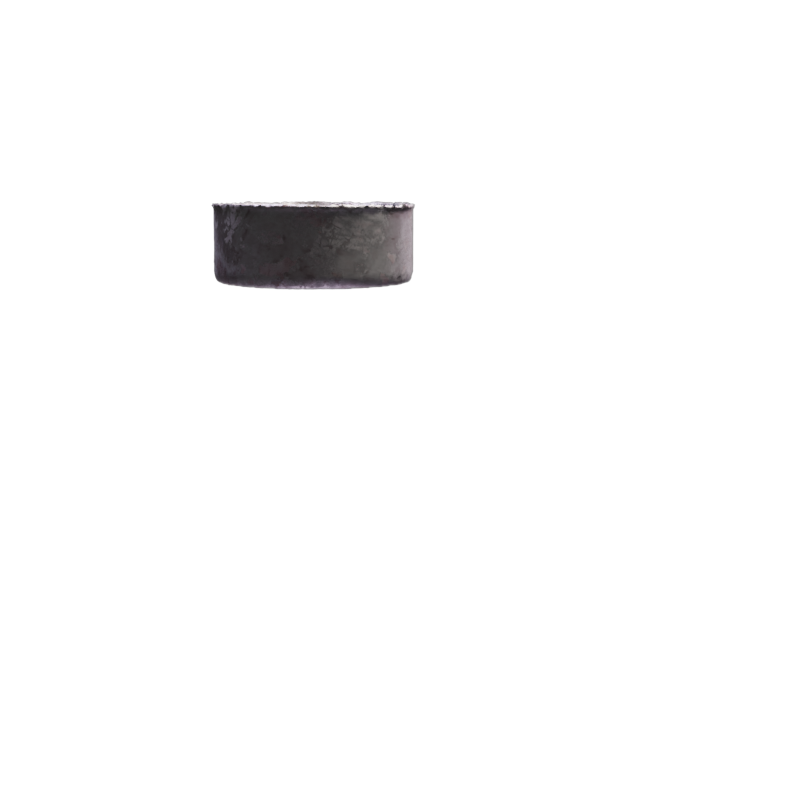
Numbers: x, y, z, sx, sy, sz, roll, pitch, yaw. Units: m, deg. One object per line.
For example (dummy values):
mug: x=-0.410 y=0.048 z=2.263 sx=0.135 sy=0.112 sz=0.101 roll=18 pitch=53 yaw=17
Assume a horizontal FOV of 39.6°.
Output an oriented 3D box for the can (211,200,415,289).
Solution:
can: x=-0.037 y=-0.067 z=0.470 sx=0.086 sy=0.033 sz=0.087 roll=0 pitch=10 yaw=-2
